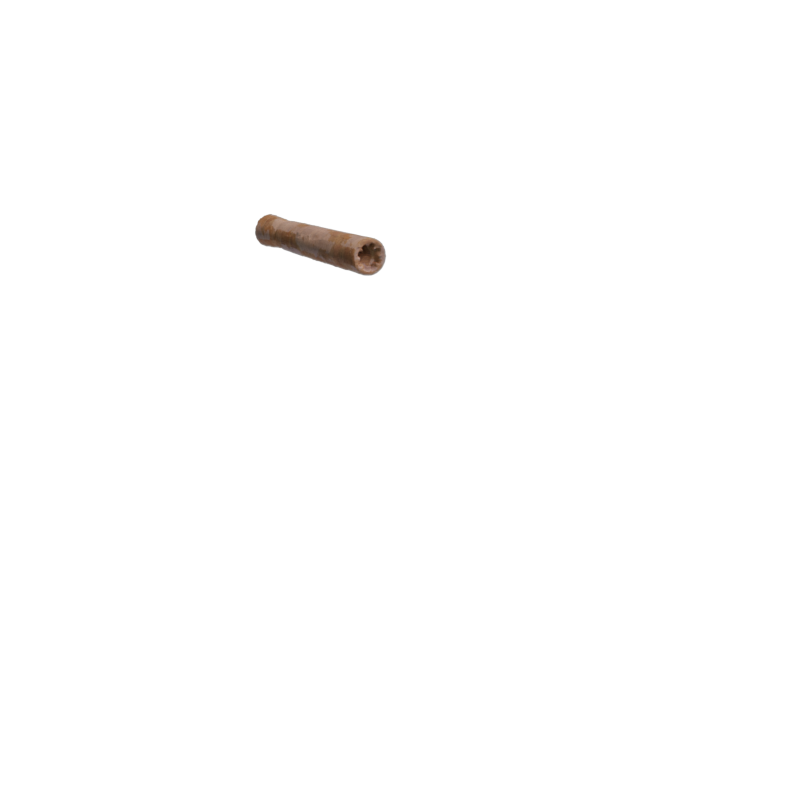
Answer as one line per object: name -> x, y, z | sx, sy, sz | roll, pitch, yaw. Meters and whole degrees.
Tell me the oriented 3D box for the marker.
marker -> -0.046, -0.084, 0.590 | 0.019, 0.019, 0.128 | -2, 15, -30
